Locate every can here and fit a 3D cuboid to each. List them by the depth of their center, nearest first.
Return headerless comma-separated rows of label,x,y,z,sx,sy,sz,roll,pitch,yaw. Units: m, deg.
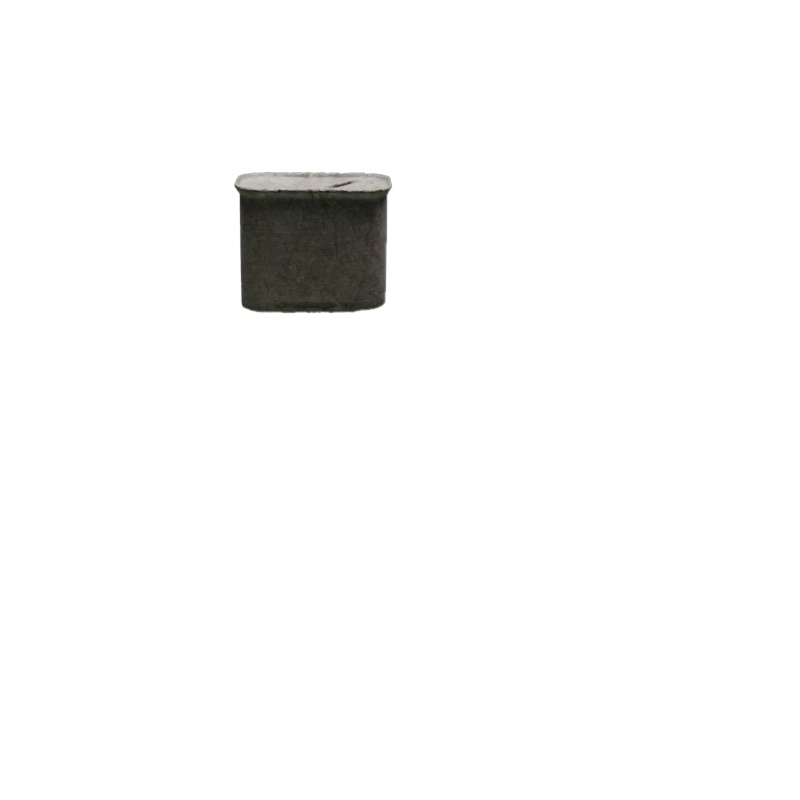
can,-0.057,-0.105,0.733,0.102,0.081,0.060,0,17,0
